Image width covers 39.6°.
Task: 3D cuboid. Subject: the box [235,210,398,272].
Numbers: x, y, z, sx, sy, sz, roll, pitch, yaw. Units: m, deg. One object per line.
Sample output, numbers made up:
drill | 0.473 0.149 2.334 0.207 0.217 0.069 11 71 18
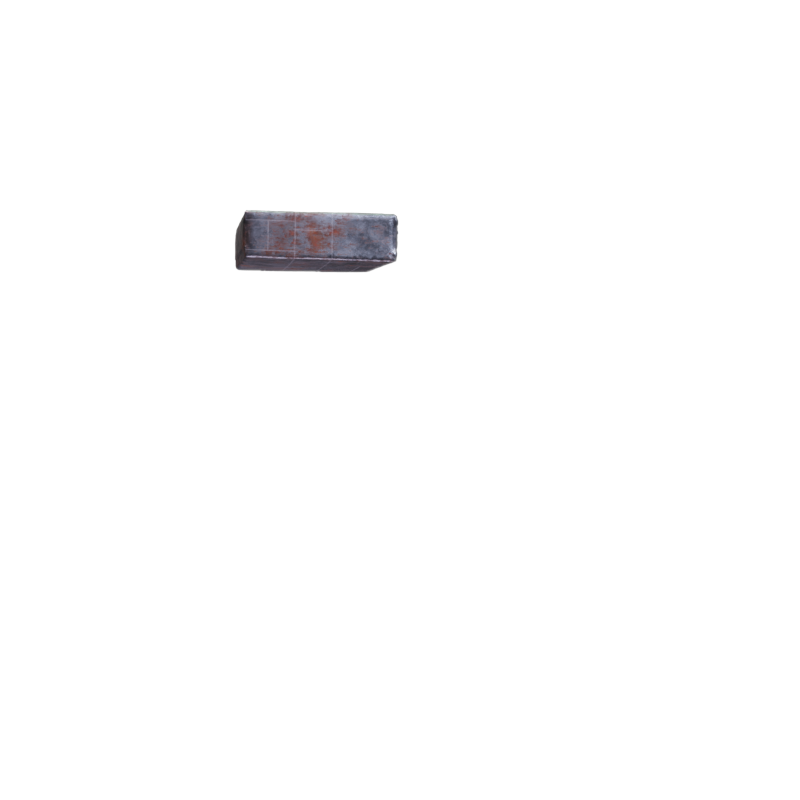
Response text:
box | -0.051 -0.094 0.658 0.088 0.030 0.073 0 0 -9
